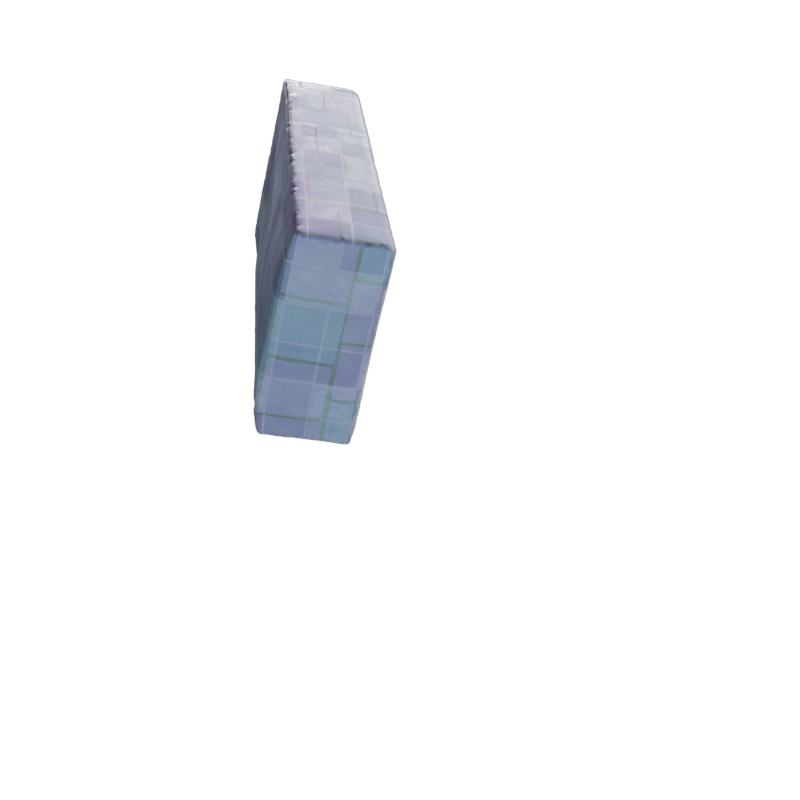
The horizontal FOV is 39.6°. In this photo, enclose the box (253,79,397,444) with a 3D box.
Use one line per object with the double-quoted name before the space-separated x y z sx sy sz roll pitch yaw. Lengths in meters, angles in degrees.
"box" -0.038 -0.071 0.496 0.047 0.089 0.188 9 31 -10
